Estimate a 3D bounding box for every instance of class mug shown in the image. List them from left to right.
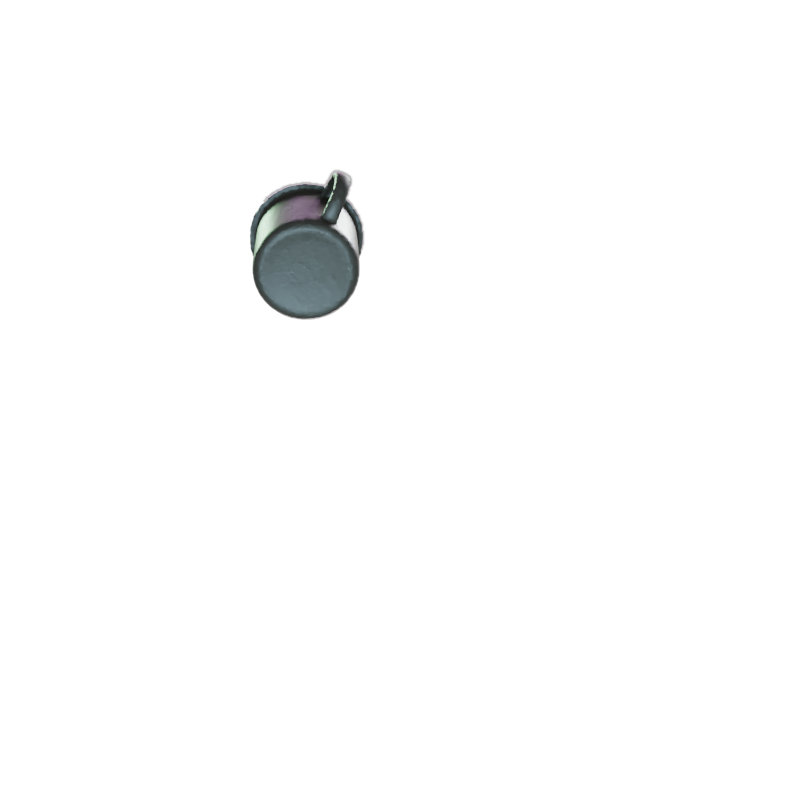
[{"bbox_3d":[-0.068,-0.124,0.865,0.091,0.114,0.086,26,20,-13],"label":"mug"}]
